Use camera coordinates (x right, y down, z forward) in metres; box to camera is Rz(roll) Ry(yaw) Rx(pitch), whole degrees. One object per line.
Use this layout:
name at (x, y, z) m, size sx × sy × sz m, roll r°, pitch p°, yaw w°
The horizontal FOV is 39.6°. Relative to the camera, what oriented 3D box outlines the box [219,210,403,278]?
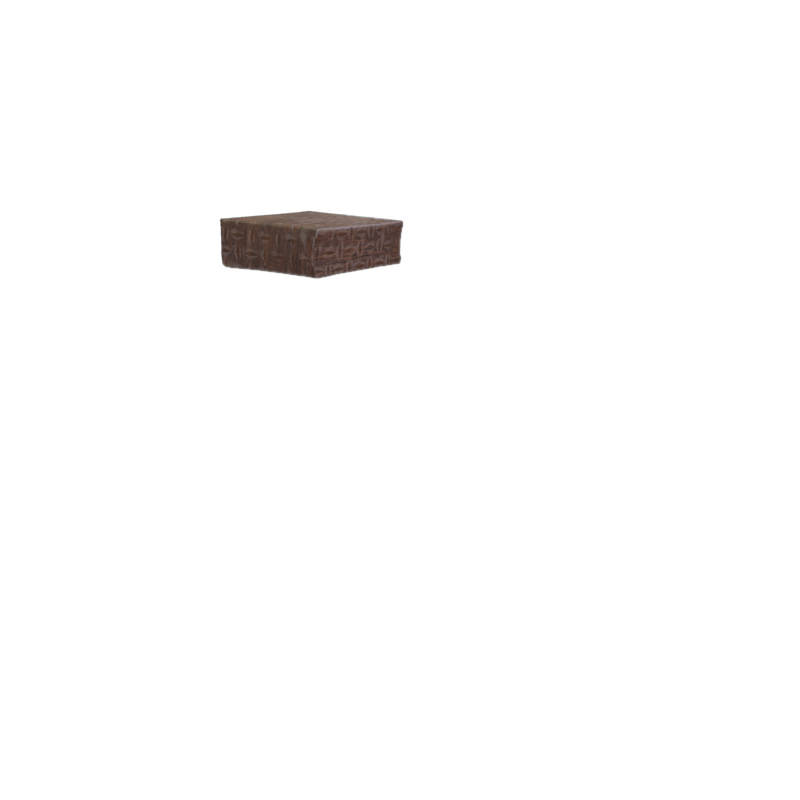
box at (-0.064, -0.117, 0.821) m, size 0.094 × 0.038 × 0.111 m, roll 10°, pitch 18°, yaw 33°
